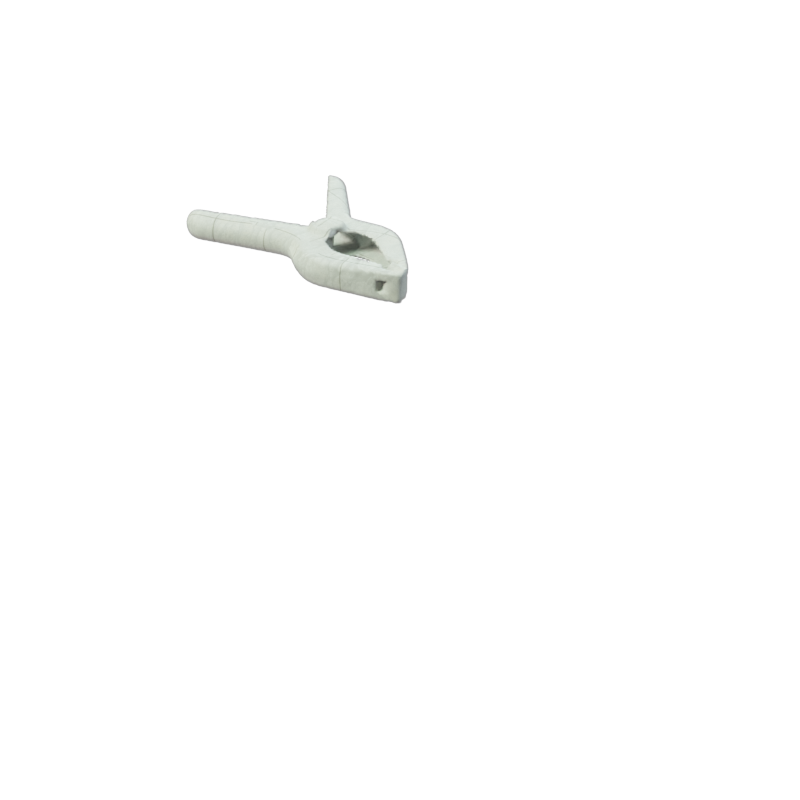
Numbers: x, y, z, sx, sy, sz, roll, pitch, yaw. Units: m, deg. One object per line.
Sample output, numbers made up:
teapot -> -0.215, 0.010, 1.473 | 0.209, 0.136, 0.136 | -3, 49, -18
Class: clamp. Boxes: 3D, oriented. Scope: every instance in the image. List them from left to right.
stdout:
clamp -> -0.073, -0.134, 0.936 | 0.162, 0.034, 0.226 | -17, 36, -26
